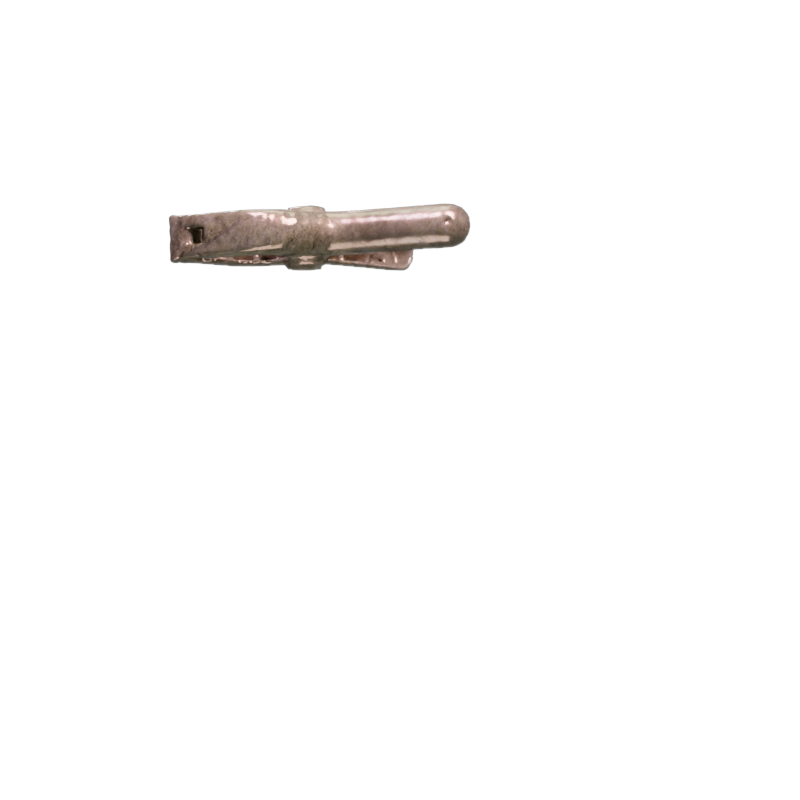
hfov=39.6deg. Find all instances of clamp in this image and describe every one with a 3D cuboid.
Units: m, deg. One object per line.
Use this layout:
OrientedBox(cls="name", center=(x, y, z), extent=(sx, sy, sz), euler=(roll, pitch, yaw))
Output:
OrientedBox(cls="clamp", center=(-0.053, -0.096, 0.673), extent=(0.170, 0.040, 0.118), euler=(1, -8, -5))
